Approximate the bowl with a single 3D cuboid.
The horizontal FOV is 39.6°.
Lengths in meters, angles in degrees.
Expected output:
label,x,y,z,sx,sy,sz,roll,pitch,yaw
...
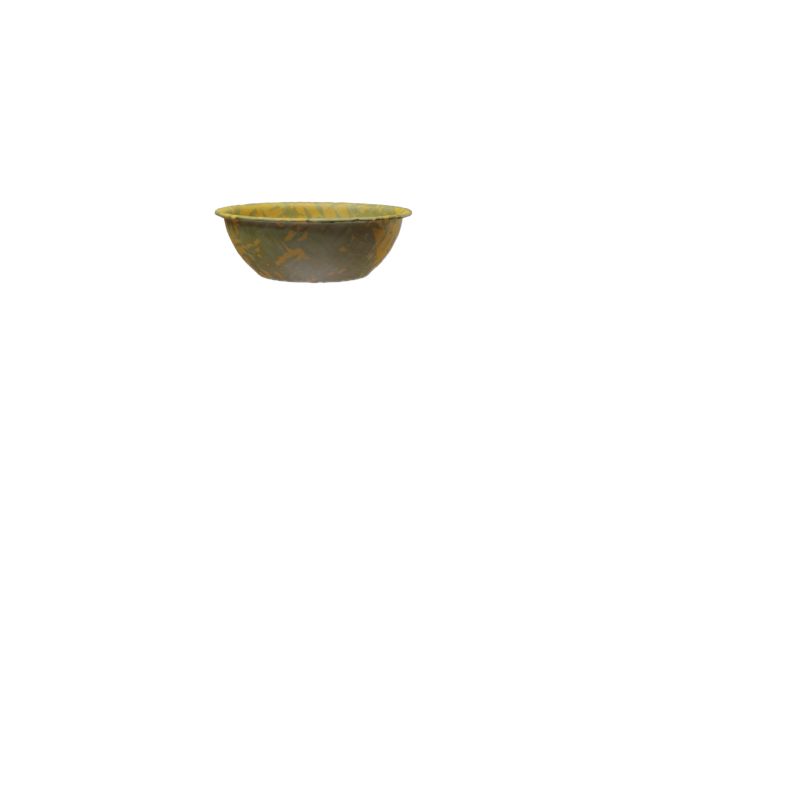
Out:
label,x,y,z,sx,sy,sz,roll,pitch,yaw
bowl,-0.071,-0.130,0.912,0.162,0.054,0.167,0,14,-2
